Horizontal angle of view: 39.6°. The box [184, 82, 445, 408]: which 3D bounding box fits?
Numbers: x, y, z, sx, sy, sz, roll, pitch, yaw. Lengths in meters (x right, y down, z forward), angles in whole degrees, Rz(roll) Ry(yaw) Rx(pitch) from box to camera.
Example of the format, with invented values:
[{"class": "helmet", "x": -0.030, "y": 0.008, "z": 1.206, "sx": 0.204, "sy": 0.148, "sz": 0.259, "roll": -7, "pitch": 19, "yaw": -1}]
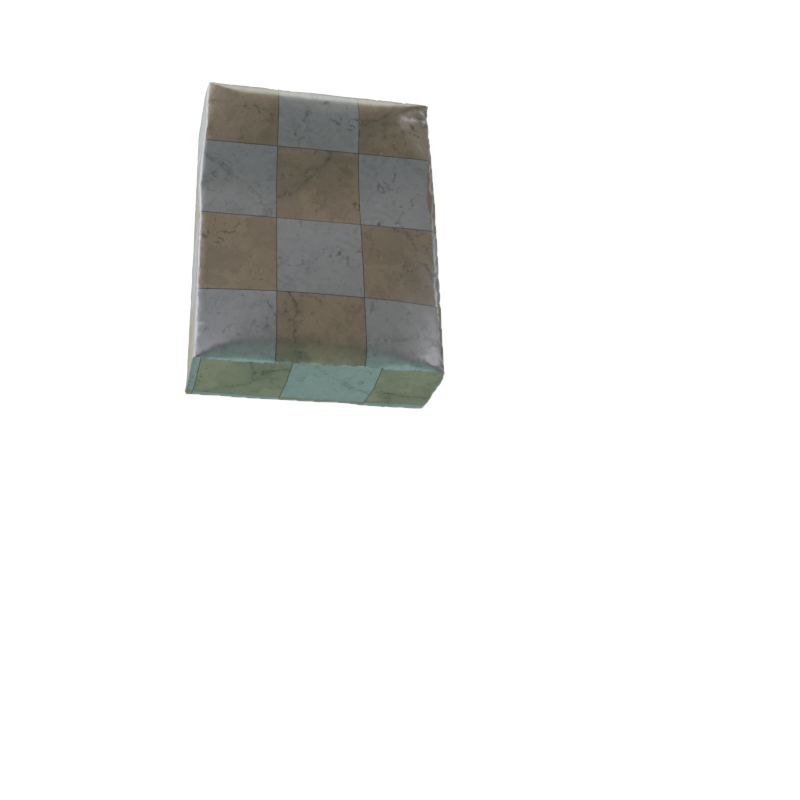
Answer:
[{"class": "box", "x": -0.060, "y": -0.109, "z": 0.760, "sx": 0.162, "sy": 0.227, "sz": 0.069, "roll": 4, "pitch": -27, "yaw": -10}]
